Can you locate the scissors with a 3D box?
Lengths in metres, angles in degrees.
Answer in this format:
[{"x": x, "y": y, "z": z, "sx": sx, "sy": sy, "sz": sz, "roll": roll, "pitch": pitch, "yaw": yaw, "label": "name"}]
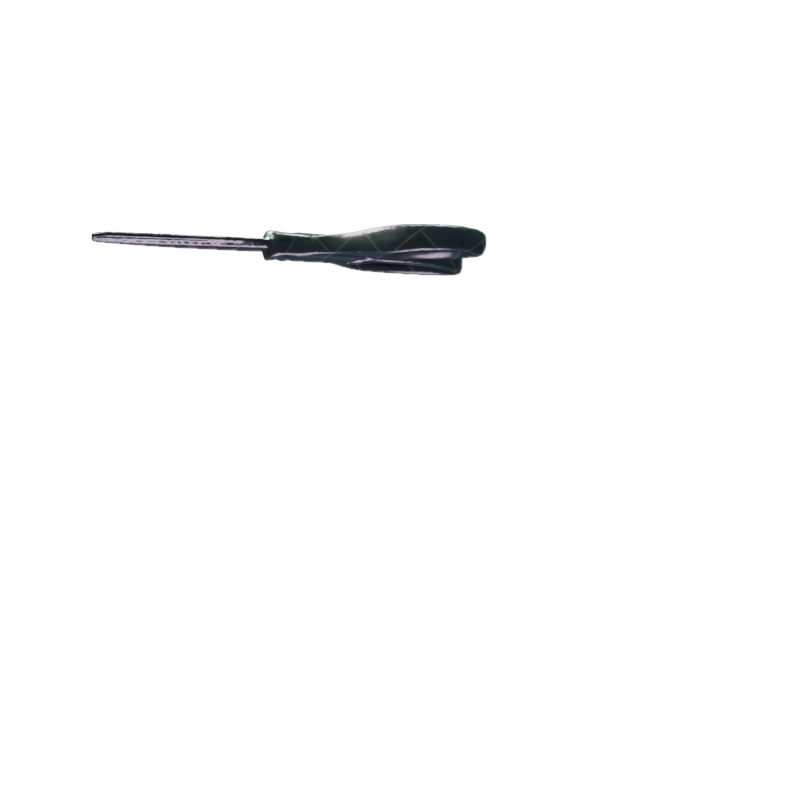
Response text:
[{"x": -0.044, "y": -0.080, "z": 0.560, "sx": 0.194, "sy": 0.016, "sz": 0.098, "roll": 2, "pitch": -3, "yaw": -31, "label": "scissors"}]
